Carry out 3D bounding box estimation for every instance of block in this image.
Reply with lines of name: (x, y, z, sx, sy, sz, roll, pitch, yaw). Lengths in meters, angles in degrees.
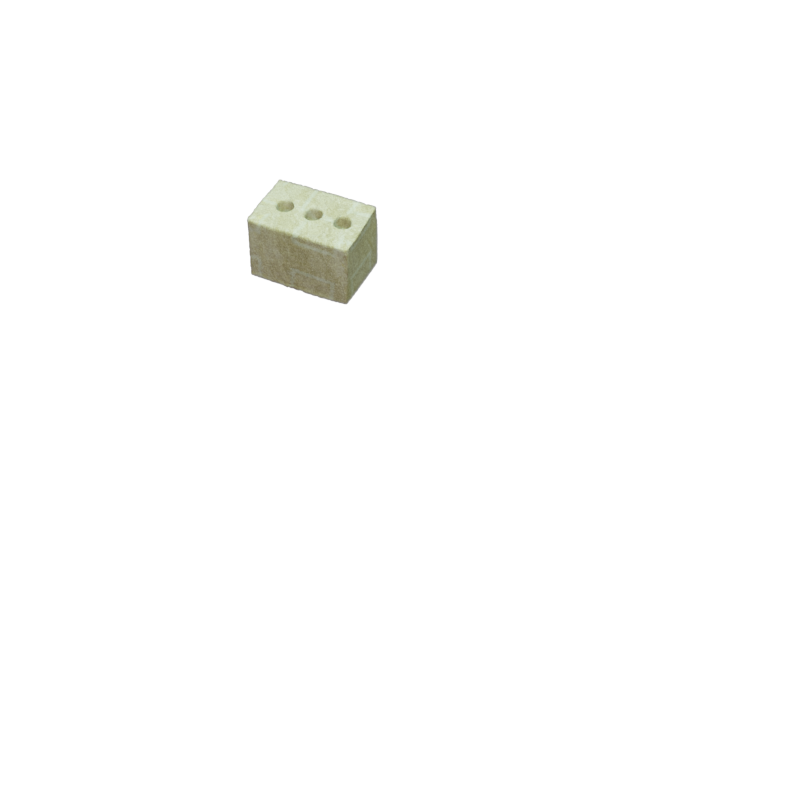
block: (-0.061, -0.110, 0.773, 0.081, 0.048, 0.055, 18, 46, 17)
